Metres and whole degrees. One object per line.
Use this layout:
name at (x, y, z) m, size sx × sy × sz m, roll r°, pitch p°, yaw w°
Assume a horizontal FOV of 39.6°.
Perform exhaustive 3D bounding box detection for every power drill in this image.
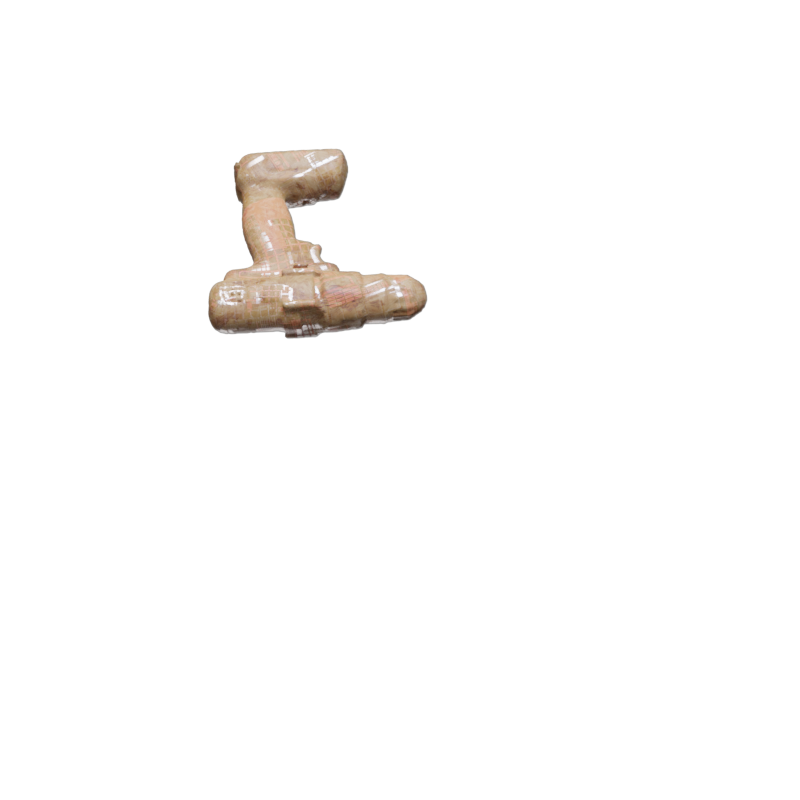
power drill at (-0.077, -0.140, 0.980) m, size 0.184 × 0.202 × 0.053 m, roll -3°, pitch -39°, yaw -3°
